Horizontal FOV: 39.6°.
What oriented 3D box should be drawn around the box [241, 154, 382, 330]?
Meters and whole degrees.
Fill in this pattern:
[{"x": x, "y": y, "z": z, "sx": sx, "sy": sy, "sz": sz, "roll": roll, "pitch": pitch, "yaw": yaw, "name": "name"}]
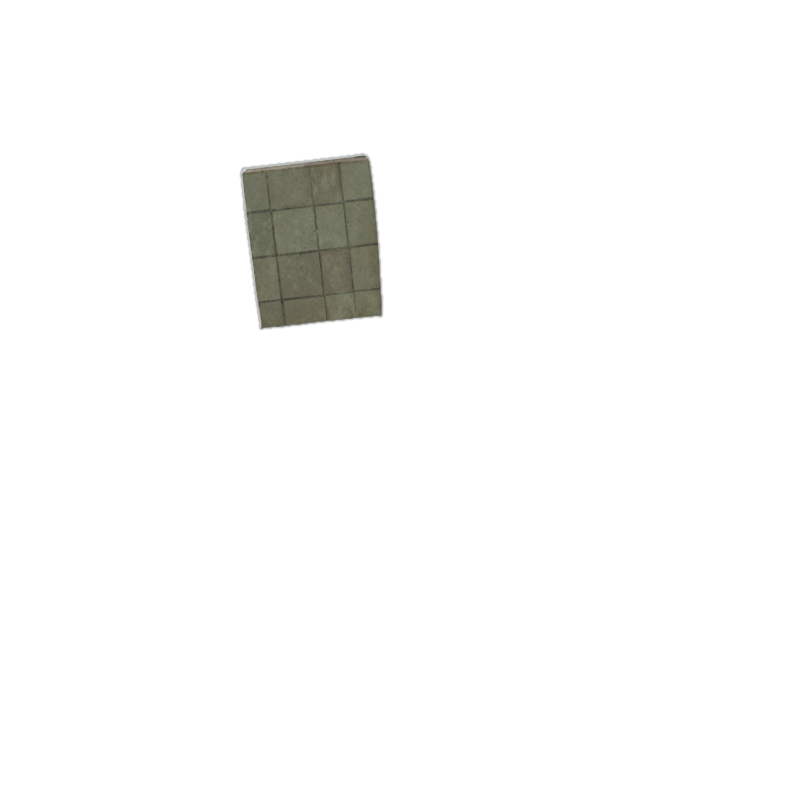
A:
[{"x": -0.060, "y": -0.110, "z": 0.771, "sx": 0.090, "sy": 0.112, "sz": 0.039, "roll": -6, "pitch": 7, "yaw": 0, "name": "box"}]
